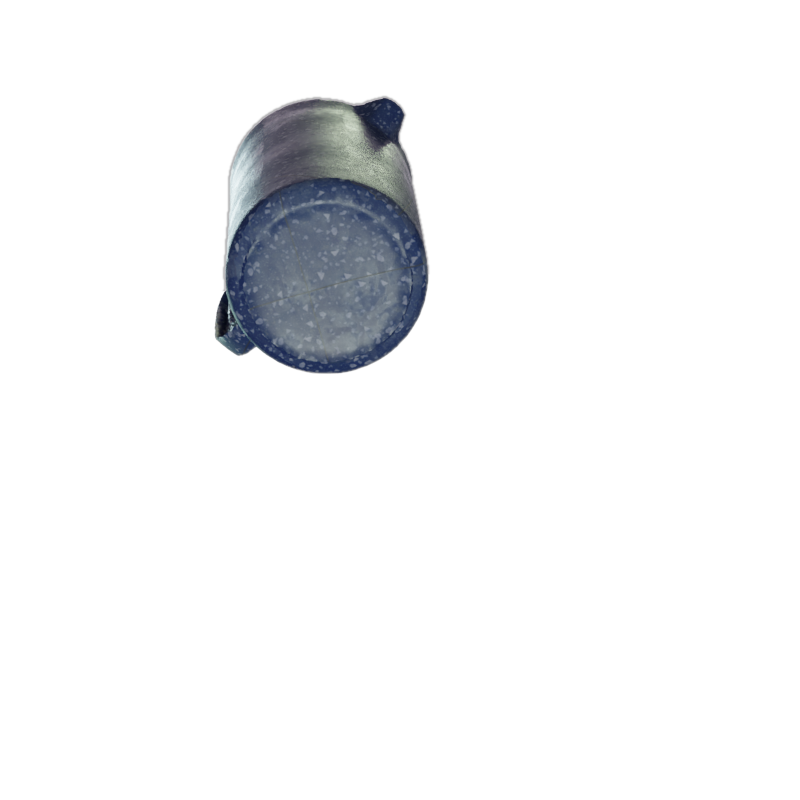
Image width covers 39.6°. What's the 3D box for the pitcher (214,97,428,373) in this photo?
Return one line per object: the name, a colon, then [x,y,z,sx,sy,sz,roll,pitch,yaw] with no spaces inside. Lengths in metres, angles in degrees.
pitcher: [-0.054,-0.099,0.692,0.145,0.143,0.254,-5,20,-2]
